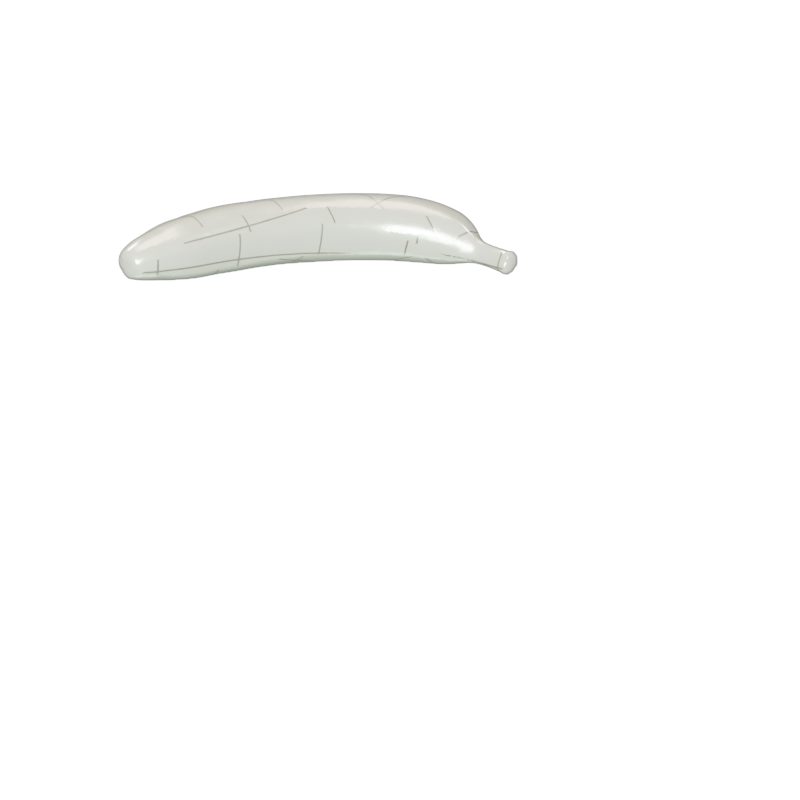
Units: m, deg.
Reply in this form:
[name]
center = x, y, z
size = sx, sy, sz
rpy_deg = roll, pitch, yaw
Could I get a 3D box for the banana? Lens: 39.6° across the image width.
[banana]
center = -0.044, -0.084, 0.566
size = 0.195, 0.036, 0.073
rpy_deg = -4, 18, -12
